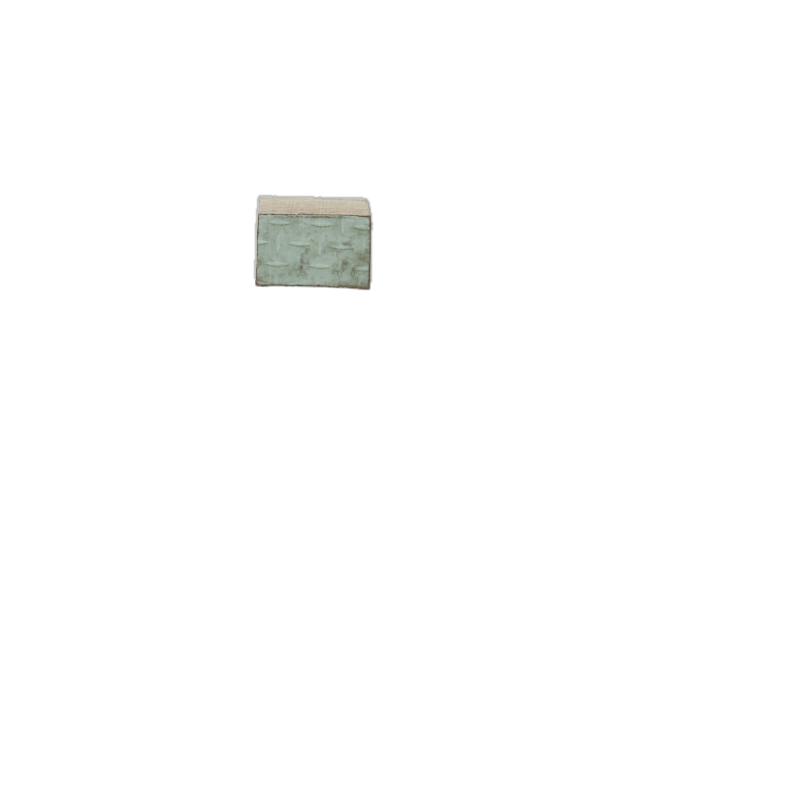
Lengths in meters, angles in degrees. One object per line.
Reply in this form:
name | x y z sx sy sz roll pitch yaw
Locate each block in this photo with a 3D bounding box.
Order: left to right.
block | -0.059 -0.107 0.750 0.078 0.051 0.053 2 19 -2
